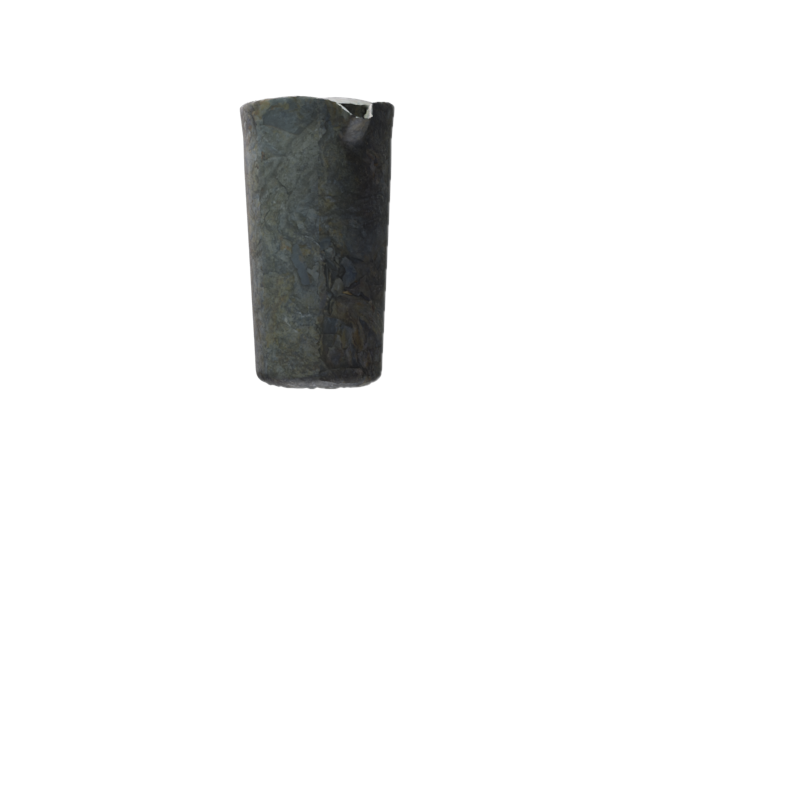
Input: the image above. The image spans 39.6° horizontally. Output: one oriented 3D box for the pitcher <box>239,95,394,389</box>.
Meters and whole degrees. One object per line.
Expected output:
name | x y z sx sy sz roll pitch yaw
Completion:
pitcher | -0.075 -0.137 0.957 0.148 0.244 0.146 0 0 16
